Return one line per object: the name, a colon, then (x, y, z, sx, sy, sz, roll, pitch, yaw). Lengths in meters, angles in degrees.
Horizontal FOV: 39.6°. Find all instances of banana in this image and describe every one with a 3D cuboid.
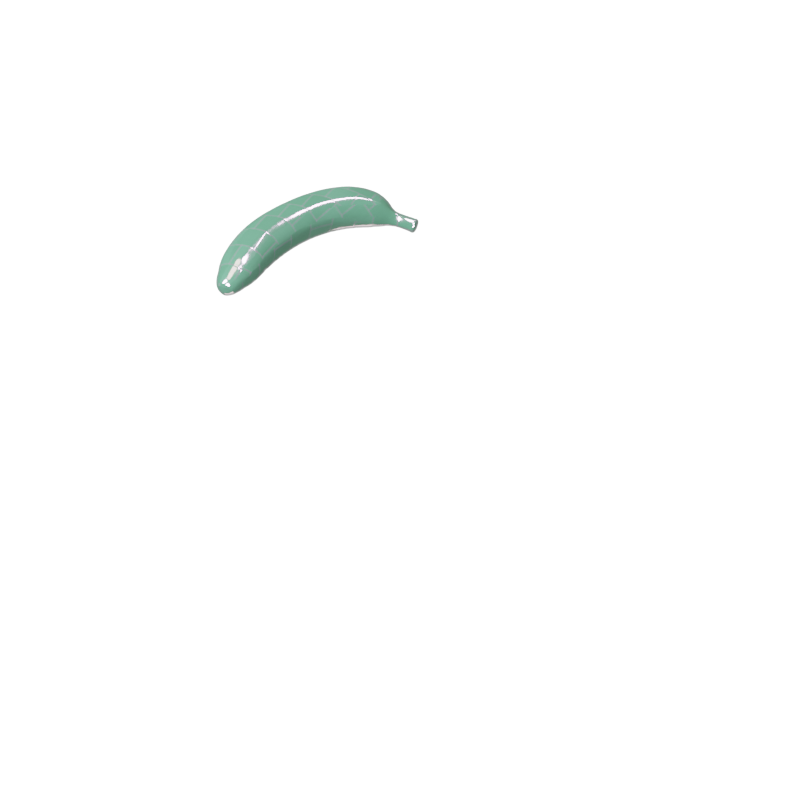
banana: (-0.080, -0.142, 0.930, 0.196, 0.034, 0.075, -25, 44, -29)
